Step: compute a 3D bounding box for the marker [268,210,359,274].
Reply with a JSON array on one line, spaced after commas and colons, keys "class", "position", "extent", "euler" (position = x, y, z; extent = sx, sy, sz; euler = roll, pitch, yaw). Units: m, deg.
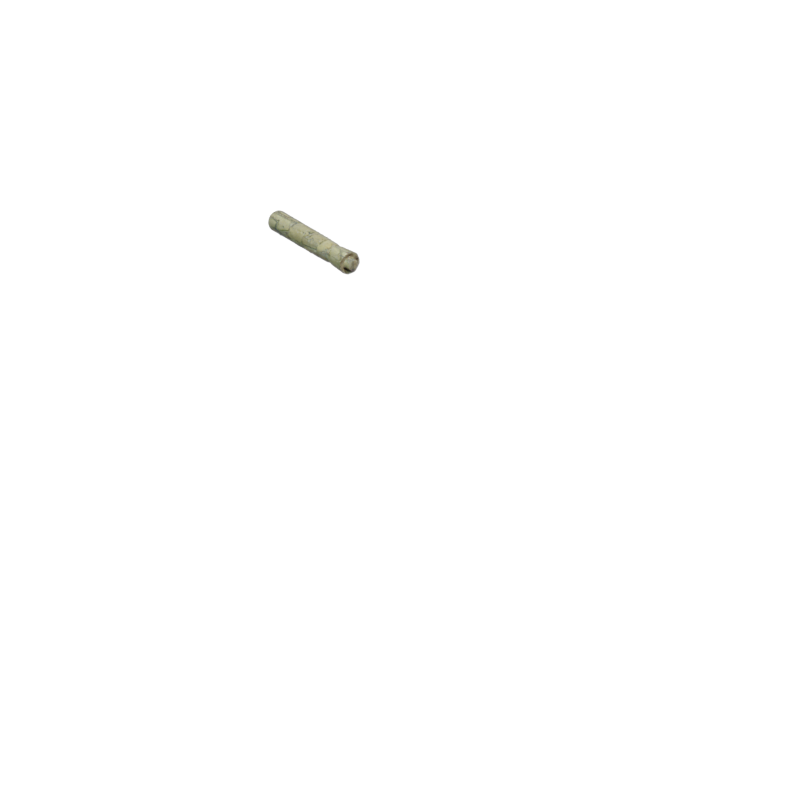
[{"class": "marker", "position": [-0.072, -0.131, 0.915], "extent": [0.019, 0.019, 0.130], "euler": [-3, 25, -35]}]
